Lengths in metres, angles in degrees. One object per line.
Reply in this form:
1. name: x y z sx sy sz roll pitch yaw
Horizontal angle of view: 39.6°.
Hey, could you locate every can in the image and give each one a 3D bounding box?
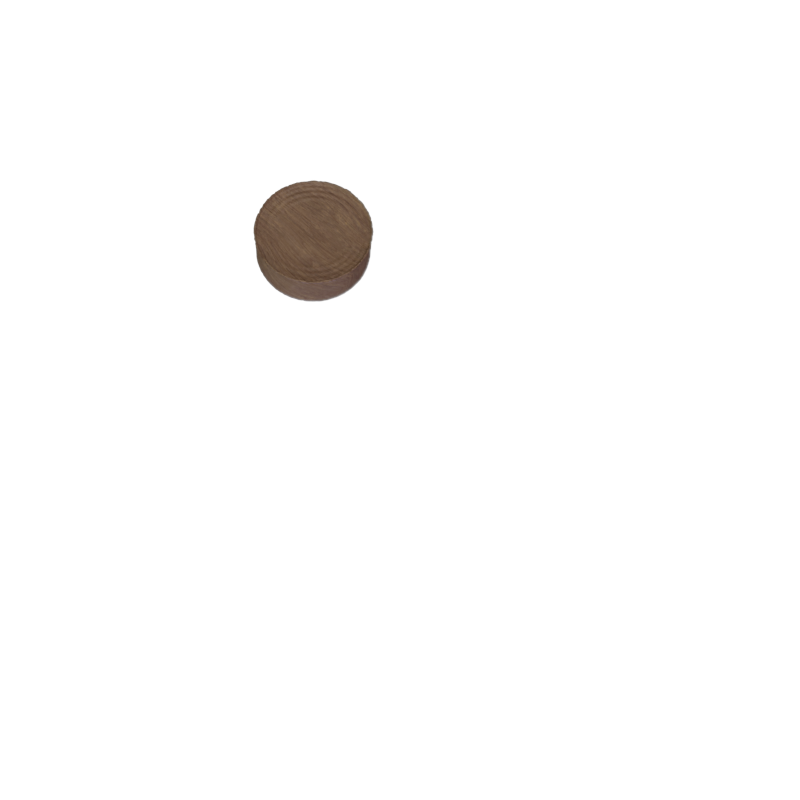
1. can: -0.063 -0.115 0.808 0.086 0.091 0.032 -1 -29 -1
